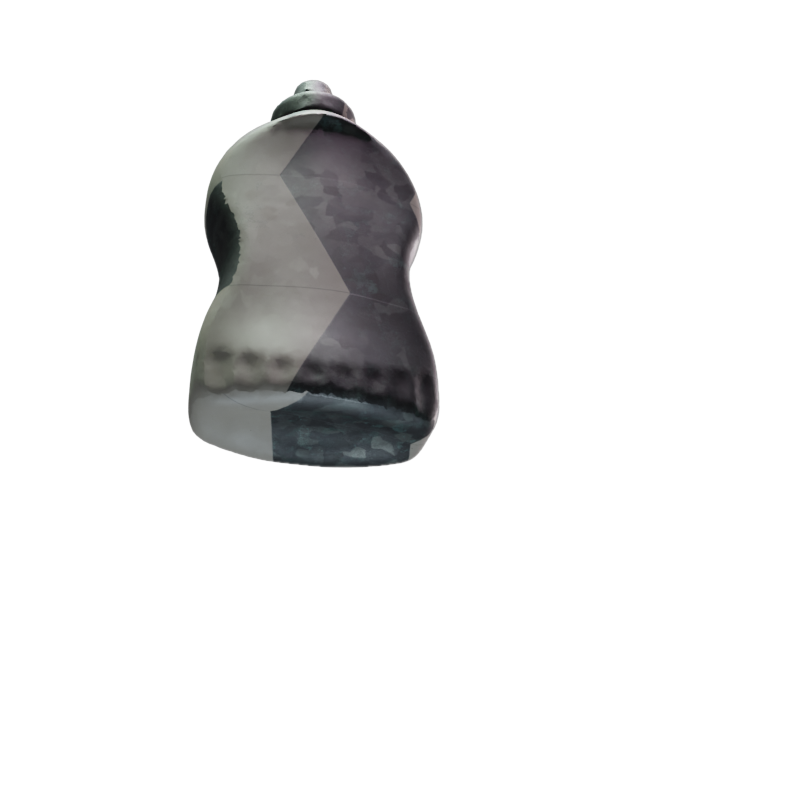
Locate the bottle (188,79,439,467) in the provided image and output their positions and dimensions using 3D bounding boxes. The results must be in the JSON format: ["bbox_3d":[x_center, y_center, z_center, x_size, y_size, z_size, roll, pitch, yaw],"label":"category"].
[{"bbox_3d":[-0.038,-0.069,0.482,0.095,0.205,0.055,5,-37,-10],"label":"bottle"}]
